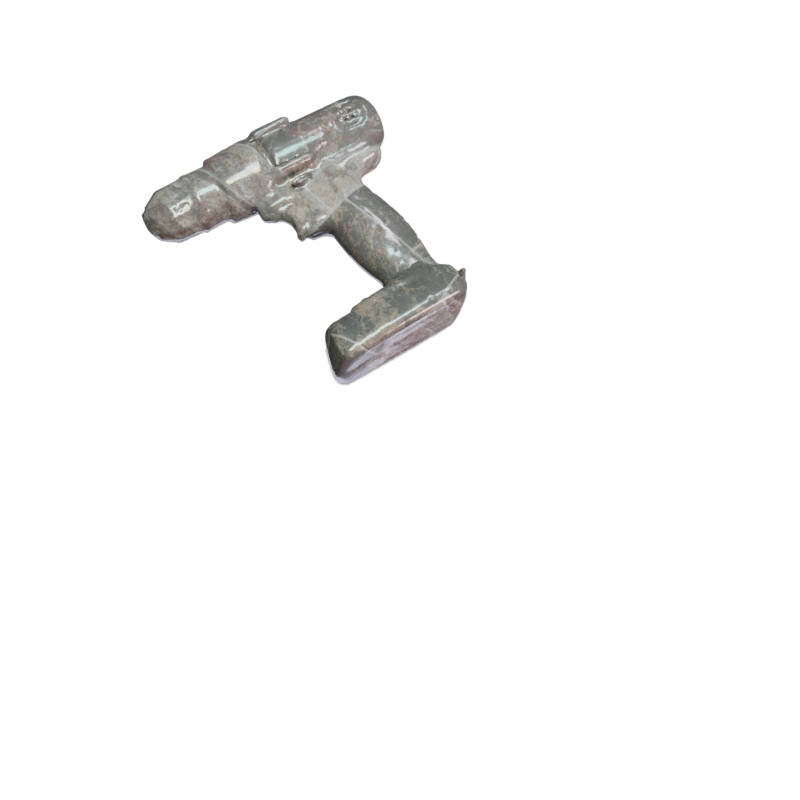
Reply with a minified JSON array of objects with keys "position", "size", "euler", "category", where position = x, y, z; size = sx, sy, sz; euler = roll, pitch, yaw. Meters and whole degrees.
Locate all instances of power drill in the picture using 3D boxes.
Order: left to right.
[{"position":[-0.059,-0.107,0.752],"size":[0.184,0.199,0.054],"euler":[-29,-22,-13],"category":"power drill"}]
